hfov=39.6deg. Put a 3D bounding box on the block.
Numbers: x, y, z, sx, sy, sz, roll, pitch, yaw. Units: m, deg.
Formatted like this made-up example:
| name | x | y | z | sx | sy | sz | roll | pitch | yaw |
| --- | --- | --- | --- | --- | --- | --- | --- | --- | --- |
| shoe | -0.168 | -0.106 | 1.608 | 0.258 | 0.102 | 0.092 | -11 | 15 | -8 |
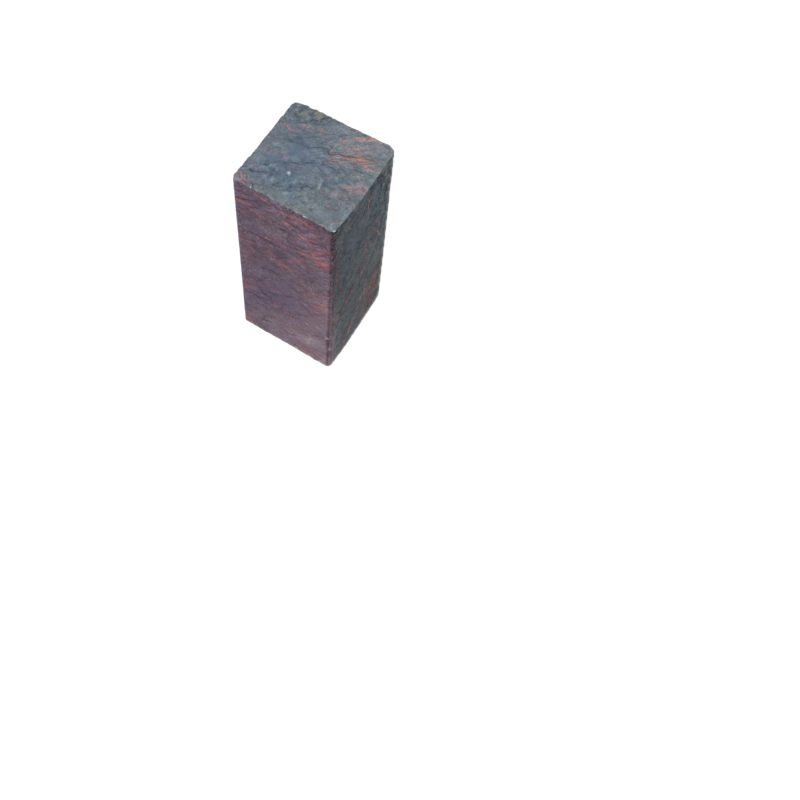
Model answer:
| name | x | y | z | sx | sy | sz | roll | pitch | yaw |
| --- | --- | --- | --- | --- | --- | --- | --- | --- | --- |
| block | -0.069 | -0.127 | 0.890 | 0.094 | 0.093 | 0.194 | 29 | -26 | 11 |
